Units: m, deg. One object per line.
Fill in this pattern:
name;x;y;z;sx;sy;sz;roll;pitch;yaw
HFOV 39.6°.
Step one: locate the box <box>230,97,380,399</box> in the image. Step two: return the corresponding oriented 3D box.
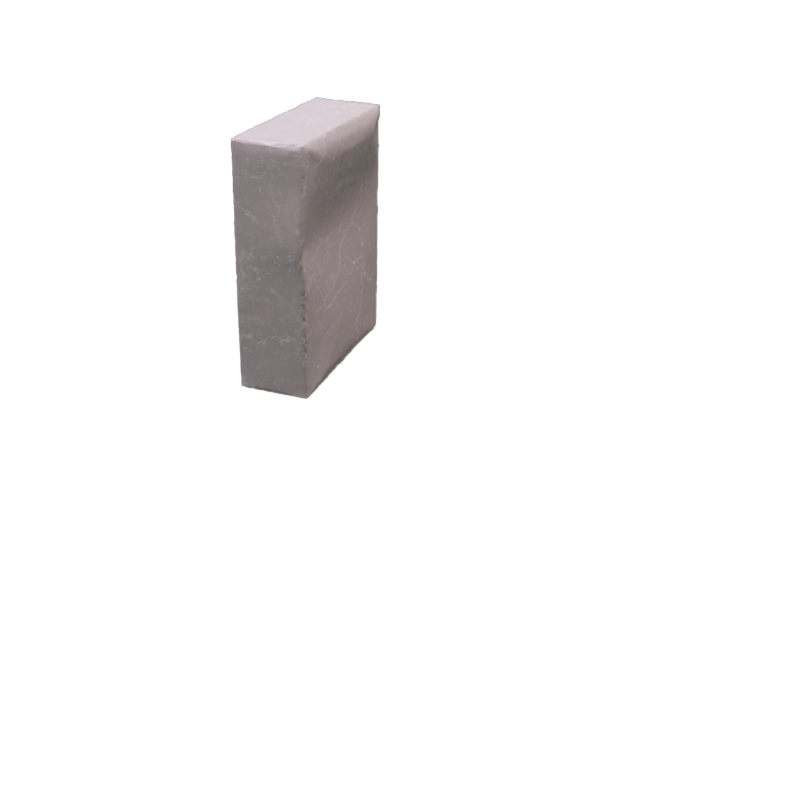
box;-0.073;-0.134;0.938;0.074;0.204;0.167;9;24;18
